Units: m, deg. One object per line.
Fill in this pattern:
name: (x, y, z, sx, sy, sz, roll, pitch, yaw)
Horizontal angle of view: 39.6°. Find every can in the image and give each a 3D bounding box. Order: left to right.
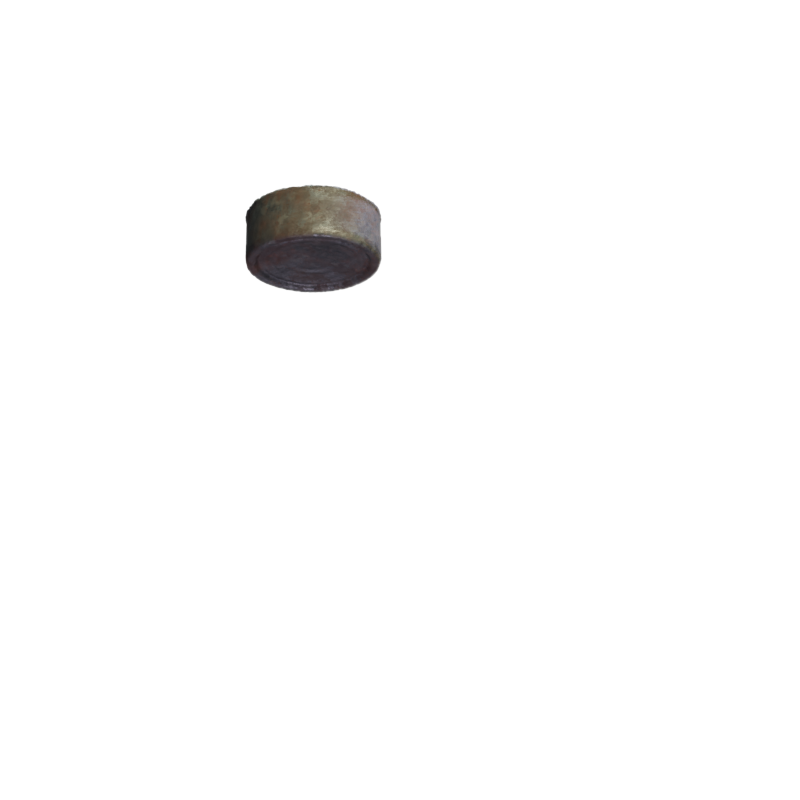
can: (-0.054, -0.099, 0.693, 0.086, 0.035, 0.082, 0, -21, -2)
